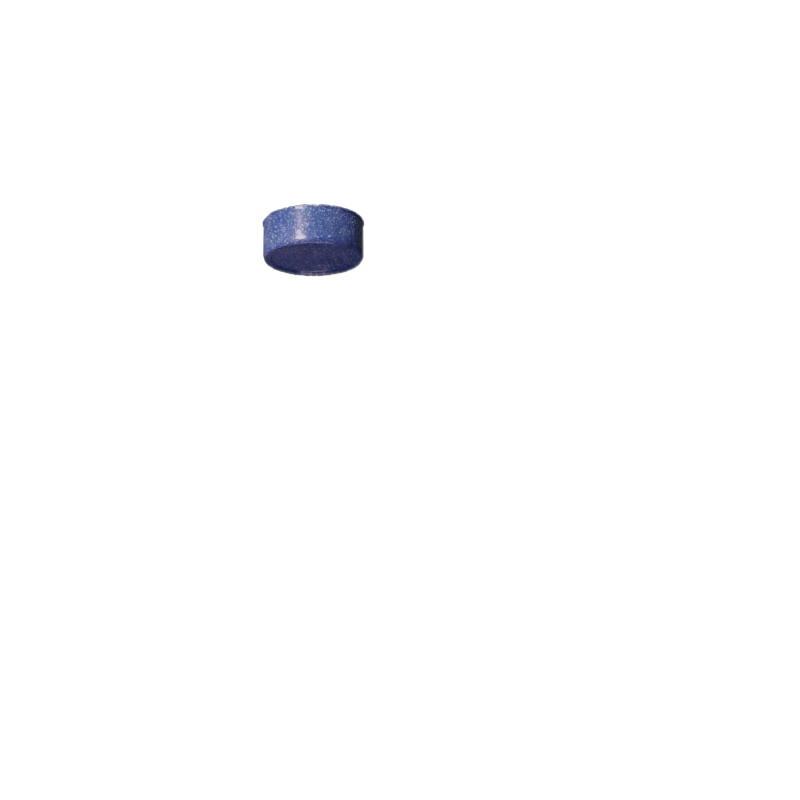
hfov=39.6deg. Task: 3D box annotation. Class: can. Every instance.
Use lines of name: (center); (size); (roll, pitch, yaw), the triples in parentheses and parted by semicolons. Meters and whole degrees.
can: (-0.073, -0.133, 0.931); (0.086, 0.035, 0.082); (0, -15, -2)
